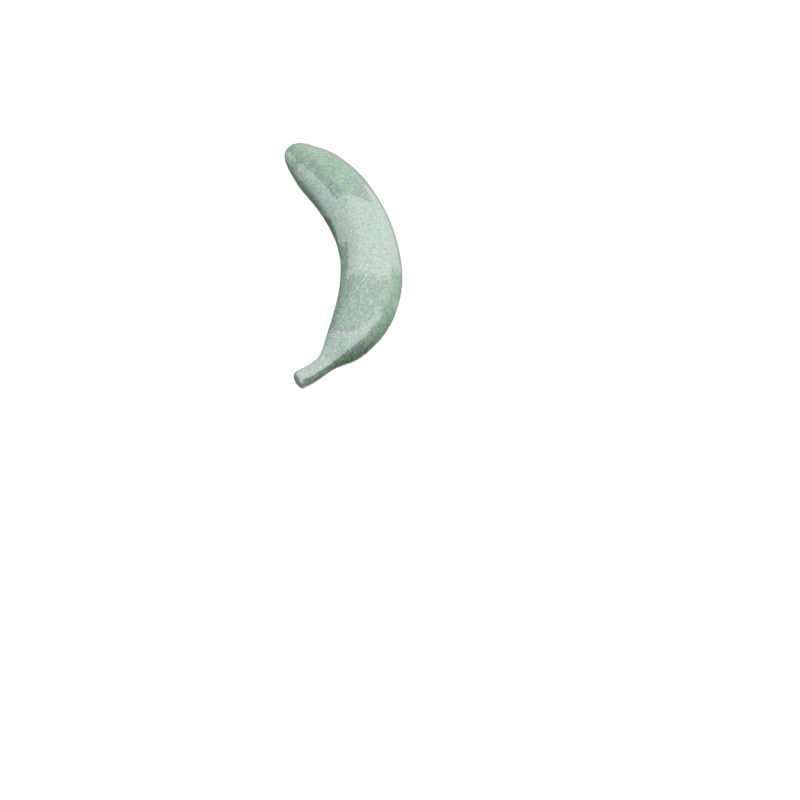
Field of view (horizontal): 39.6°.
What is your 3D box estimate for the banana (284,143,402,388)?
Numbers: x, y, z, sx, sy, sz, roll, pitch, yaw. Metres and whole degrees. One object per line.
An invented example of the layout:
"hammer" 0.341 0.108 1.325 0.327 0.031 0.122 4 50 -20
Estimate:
"banana" -0.036 -0.097 0.694 0.069 0.213 0.034 -3 -40 -4
